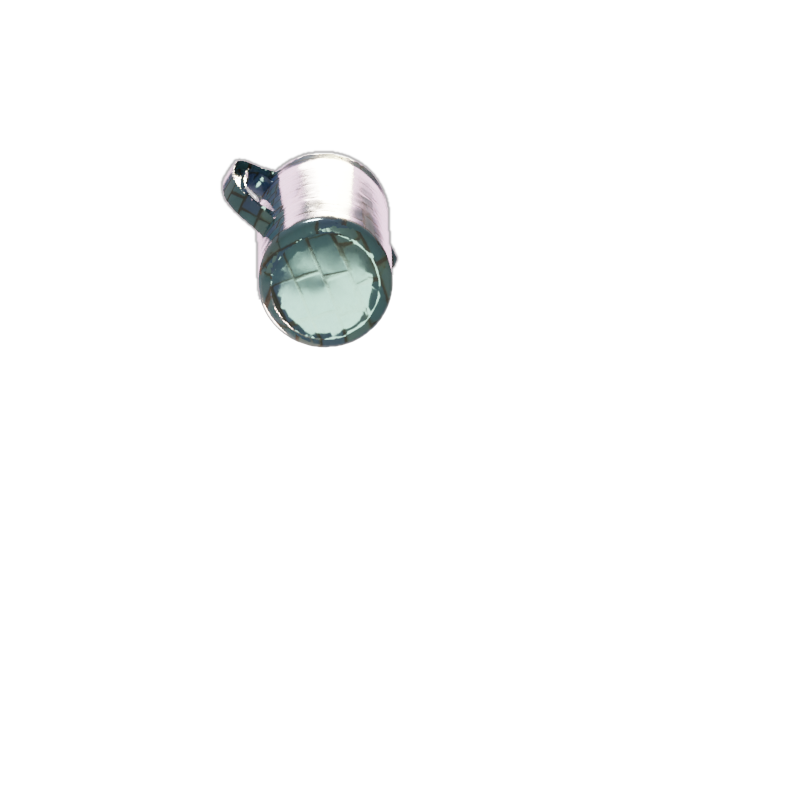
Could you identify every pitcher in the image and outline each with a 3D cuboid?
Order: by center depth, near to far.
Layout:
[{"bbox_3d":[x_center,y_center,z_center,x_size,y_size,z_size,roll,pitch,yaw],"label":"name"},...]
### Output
[{"bbox_3d":[-0.077,-0.141,0.989,0.149,0.139,0.254,-11,20,1],"label":"pitcher"}]
